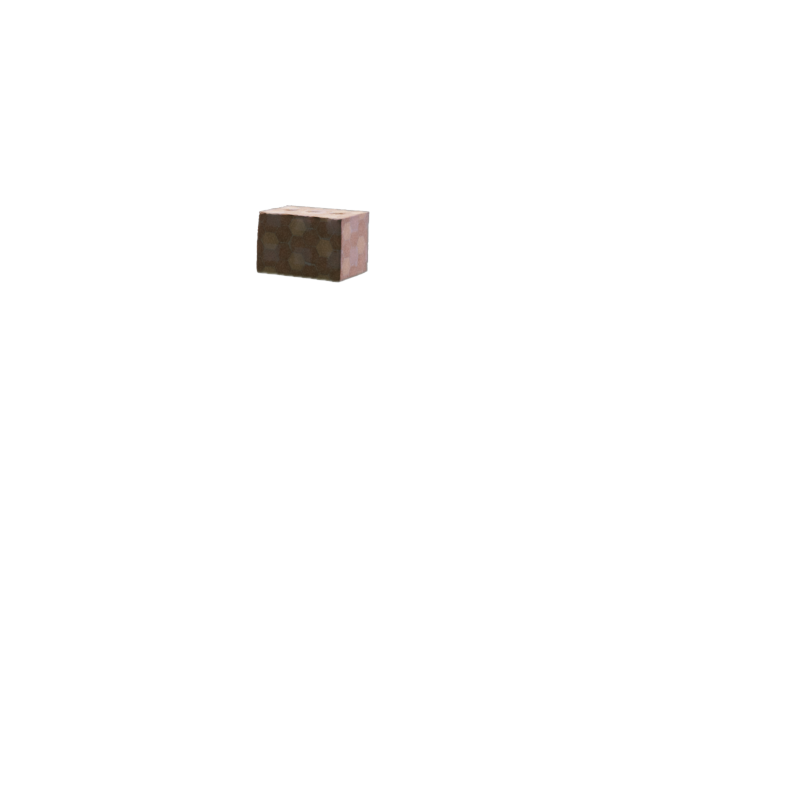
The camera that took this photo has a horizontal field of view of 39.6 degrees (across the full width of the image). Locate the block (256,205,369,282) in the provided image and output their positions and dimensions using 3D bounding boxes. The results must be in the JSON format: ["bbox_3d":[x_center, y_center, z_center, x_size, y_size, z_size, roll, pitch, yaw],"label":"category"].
[{"bbox_3d":[-0.070,-0.128,0.896,0.081,0.050,0.052,8,16,27],"label":"block"}]
